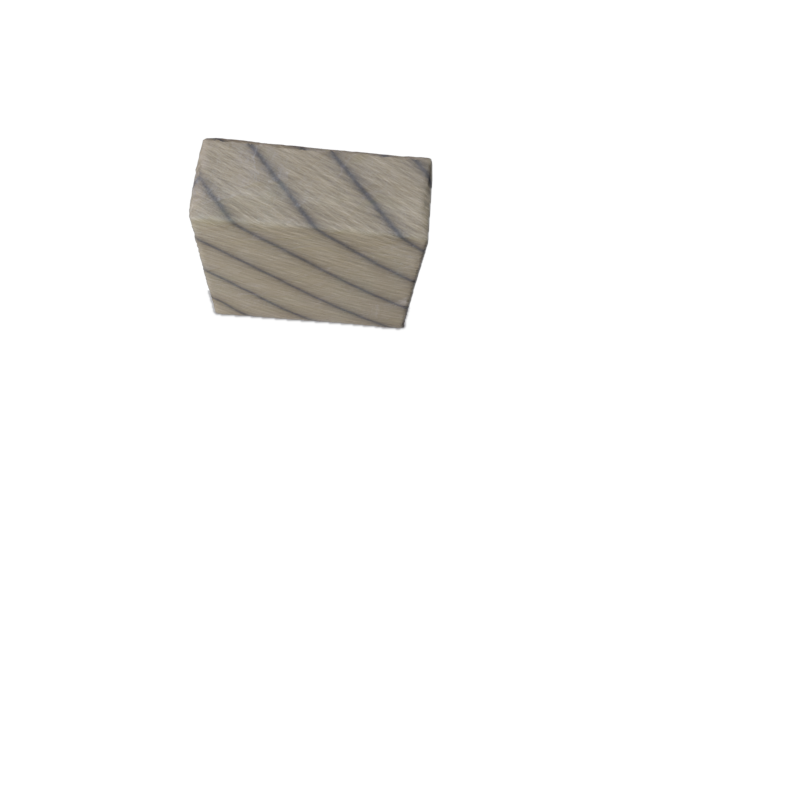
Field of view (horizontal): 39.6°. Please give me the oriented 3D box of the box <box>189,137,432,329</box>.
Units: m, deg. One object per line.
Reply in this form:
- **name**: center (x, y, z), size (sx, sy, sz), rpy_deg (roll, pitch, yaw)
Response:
- **box**: center (-0.067, -0.121, 0.850), size (0.164, 0.075, 0.205), rpy_deg (6, -15, -1)
